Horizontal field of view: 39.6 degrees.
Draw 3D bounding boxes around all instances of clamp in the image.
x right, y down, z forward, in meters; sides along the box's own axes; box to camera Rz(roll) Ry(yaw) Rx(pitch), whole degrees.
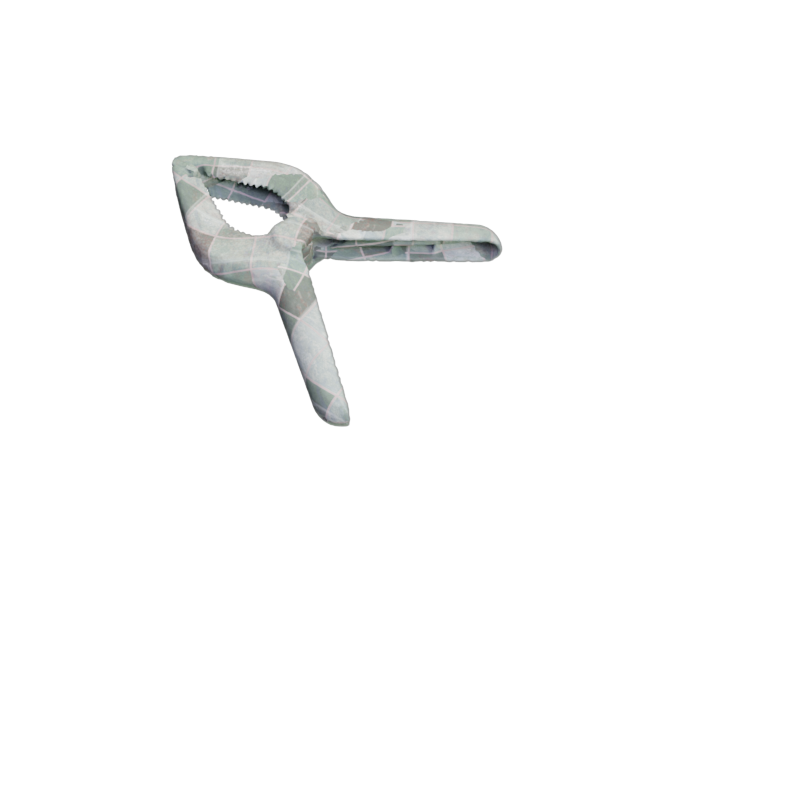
[{"bbox_3d":[-0.054,-0.098,0.689,0.166,0.034,0.223,-39,63,-24],"label":"clamp"}]
